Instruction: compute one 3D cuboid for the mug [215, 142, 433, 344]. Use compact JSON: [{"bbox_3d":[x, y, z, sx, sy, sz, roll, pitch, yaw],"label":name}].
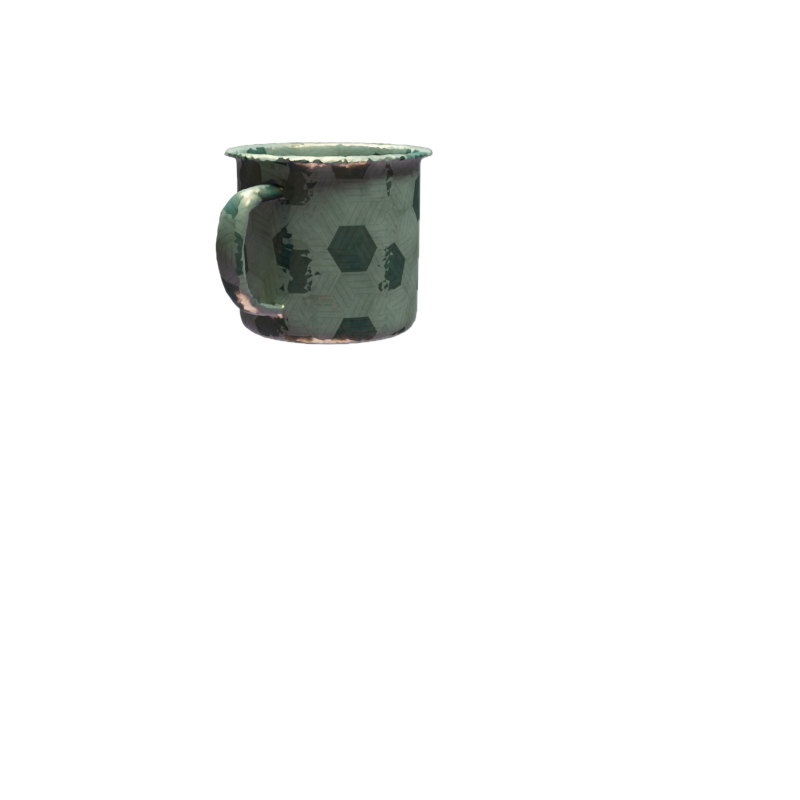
[{"bbox_3d":[-0.039,-0.070,0.492,0.097,0.079,0.115,9,17,31],"label":"mug"}]
